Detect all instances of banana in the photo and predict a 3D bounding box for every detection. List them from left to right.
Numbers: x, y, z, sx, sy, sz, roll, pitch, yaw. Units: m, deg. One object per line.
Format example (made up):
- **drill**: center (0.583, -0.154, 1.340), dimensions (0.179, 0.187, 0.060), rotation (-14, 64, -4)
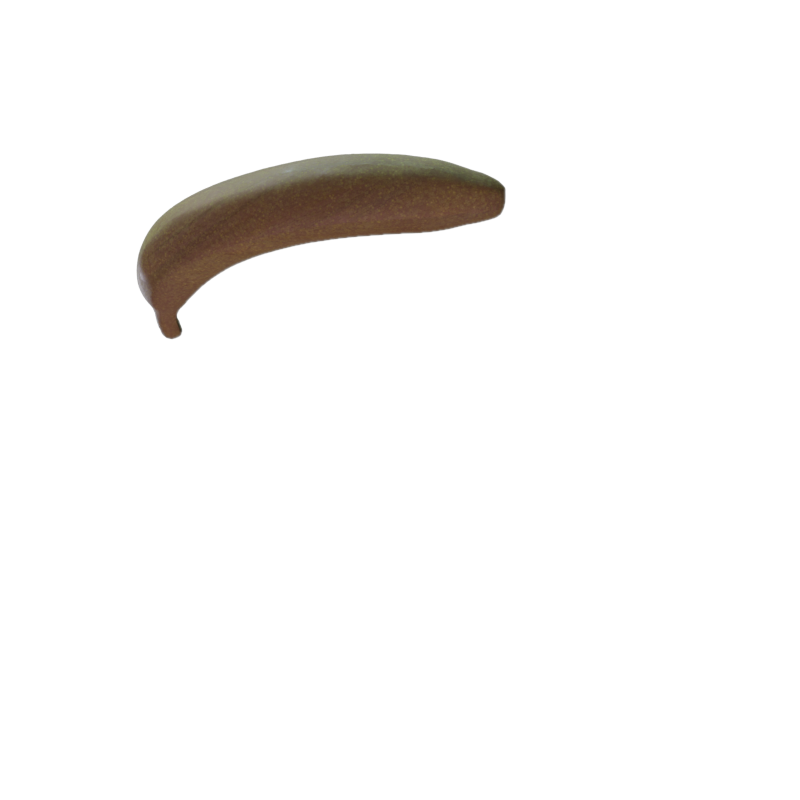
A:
- **banana**: center (-0.053, -0.078, 0.503), dimensions (0.200, 0.039, 0.065), rotation (-15, -29, 30)
